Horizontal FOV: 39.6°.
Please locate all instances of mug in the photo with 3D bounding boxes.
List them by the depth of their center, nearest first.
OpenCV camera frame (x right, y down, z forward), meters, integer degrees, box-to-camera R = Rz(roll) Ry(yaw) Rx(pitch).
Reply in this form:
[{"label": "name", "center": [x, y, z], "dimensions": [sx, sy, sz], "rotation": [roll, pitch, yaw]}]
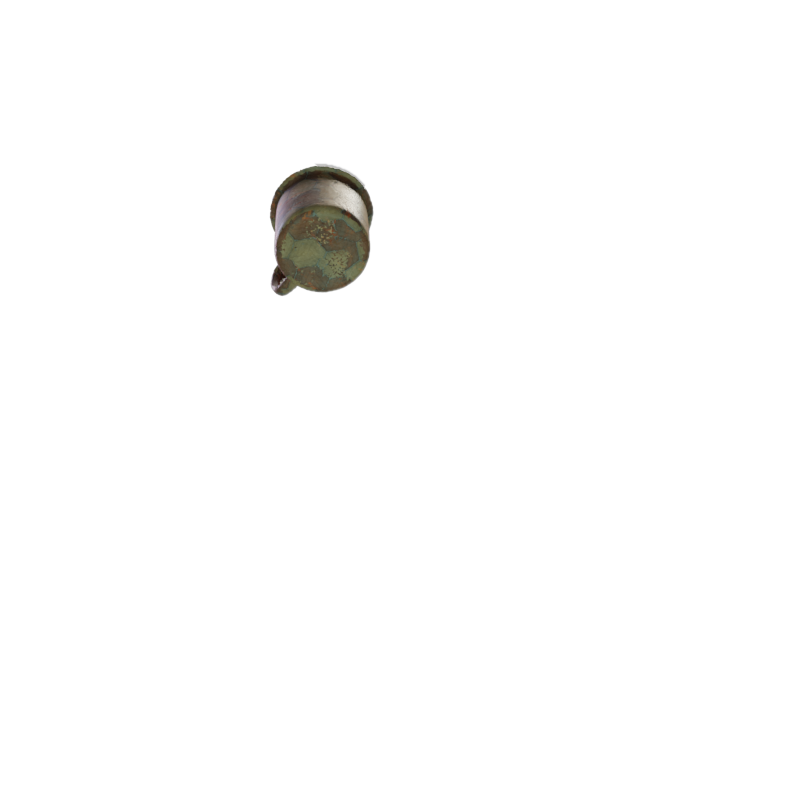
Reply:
[{"label": "mug", "center": [-0.076, -0.138, 0.969], "dimensions": [0.089, 0.115, 0.086], "rotation": [36, 22, -20]}]
